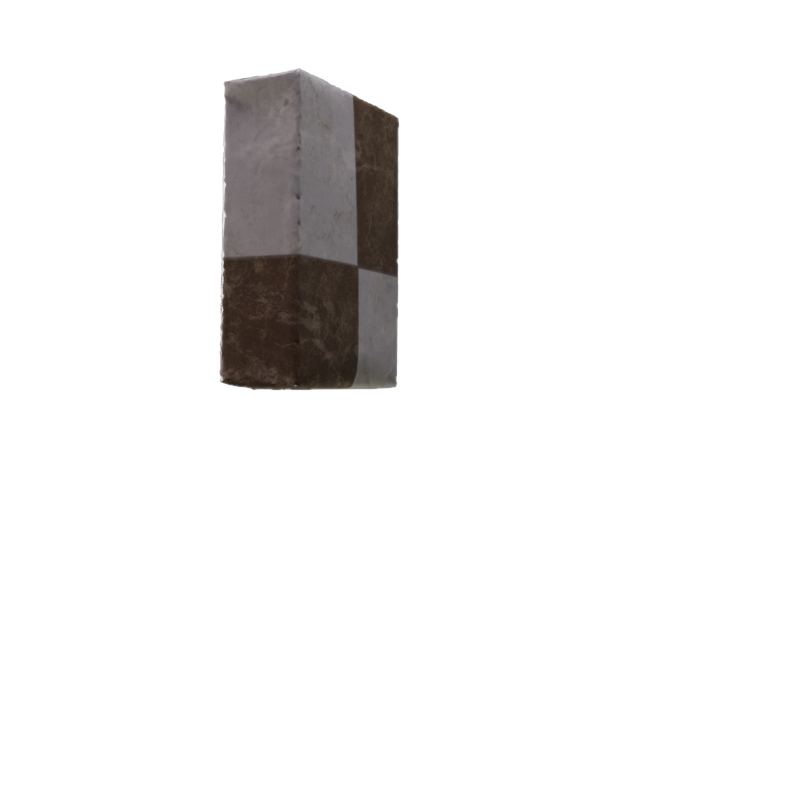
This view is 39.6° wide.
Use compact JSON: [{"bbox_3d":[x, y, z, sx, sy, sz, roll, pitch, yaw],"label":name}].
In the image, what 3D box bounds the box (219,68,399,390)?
[{"bbox_3d":[-0.063,-0.115,0.808,0.074,0.217,0.157,-3,-5,25],"label":"box"}]
